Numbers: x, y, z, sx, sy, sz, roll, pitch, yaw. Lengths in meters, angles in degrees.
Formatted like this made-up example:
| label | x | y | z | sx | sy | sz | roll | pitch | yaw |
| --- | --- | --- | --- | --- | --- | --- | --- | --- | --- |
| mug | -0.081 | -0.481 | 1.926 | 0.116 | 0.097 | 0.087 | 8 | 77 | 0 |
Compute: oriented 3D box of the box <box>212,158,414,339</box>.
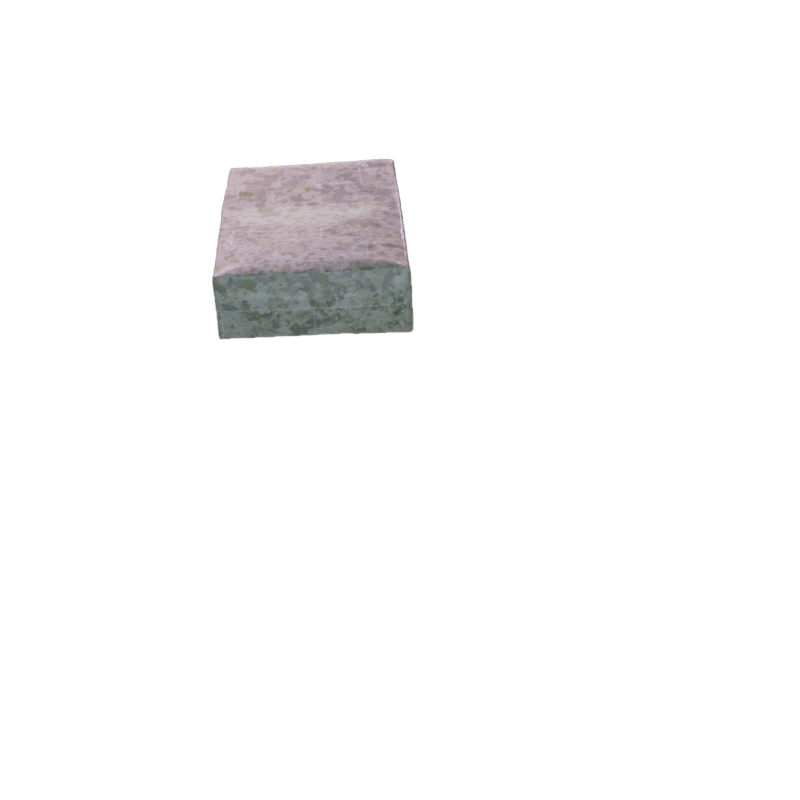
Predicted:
| label | x | y | z | sx | sy | sz | roll | pitch | yaw |
| --- | --- | --- | --- | --- | --- | --- | --- | --- | --- |
| box | -0.078 | -0.142 | 0.993 | 0.164 | 0.067 | 0.228 | -3 | 35 | -1 |
